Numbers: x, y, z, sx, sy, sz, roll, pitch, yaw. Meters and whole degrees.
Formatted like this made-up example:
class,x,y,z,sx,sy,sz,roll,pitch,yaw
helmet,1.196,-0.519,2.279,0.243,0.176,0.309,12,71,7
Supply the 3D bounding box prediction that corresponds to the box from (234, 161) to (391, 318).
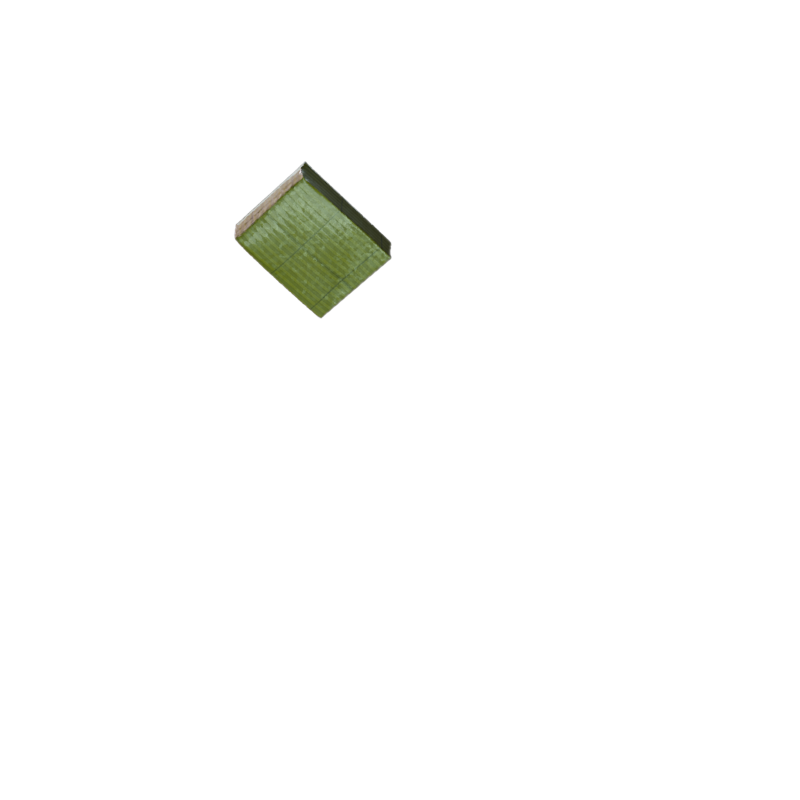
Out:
class,x,y,z,sx,sy,sz,roll,pitch,yaw
box,-0.077,-0.139,0.976,0.089,0.108,0.041,-40,22,19
